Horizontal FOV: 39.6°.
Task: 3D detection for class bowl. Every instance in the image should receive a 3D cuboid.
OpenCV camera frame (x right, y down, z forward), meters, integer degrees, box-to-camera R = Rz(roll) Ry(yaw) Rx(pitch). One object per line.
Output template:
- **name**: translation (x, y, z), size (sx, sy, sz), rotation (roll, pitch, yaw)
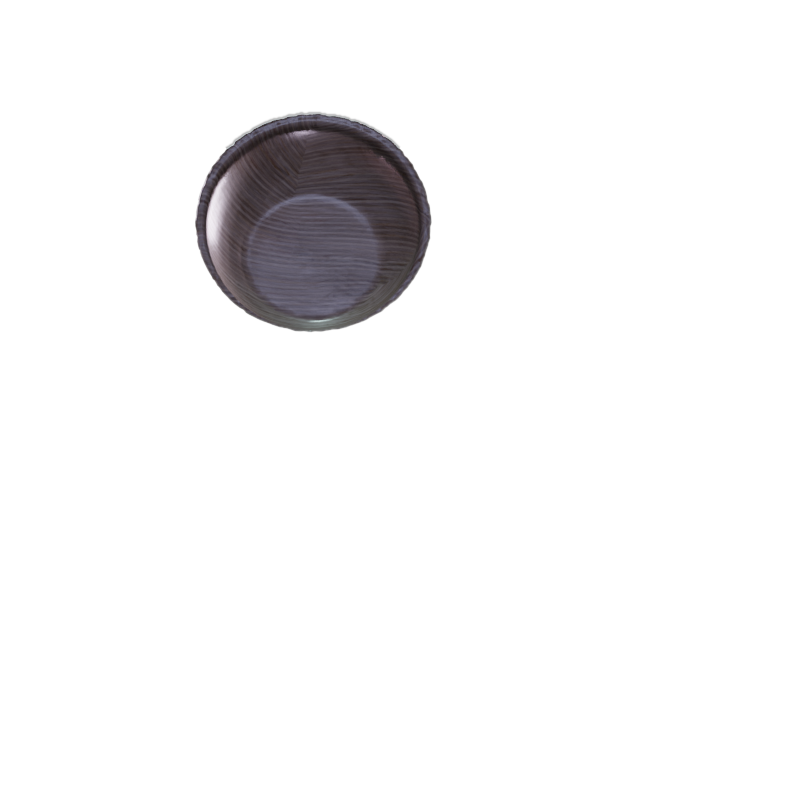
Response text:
- **bowl**: translation (-0.058, -0.105, 0.737), size (0.162, 0.154, 0.058), rotation (1, 26, -1)
